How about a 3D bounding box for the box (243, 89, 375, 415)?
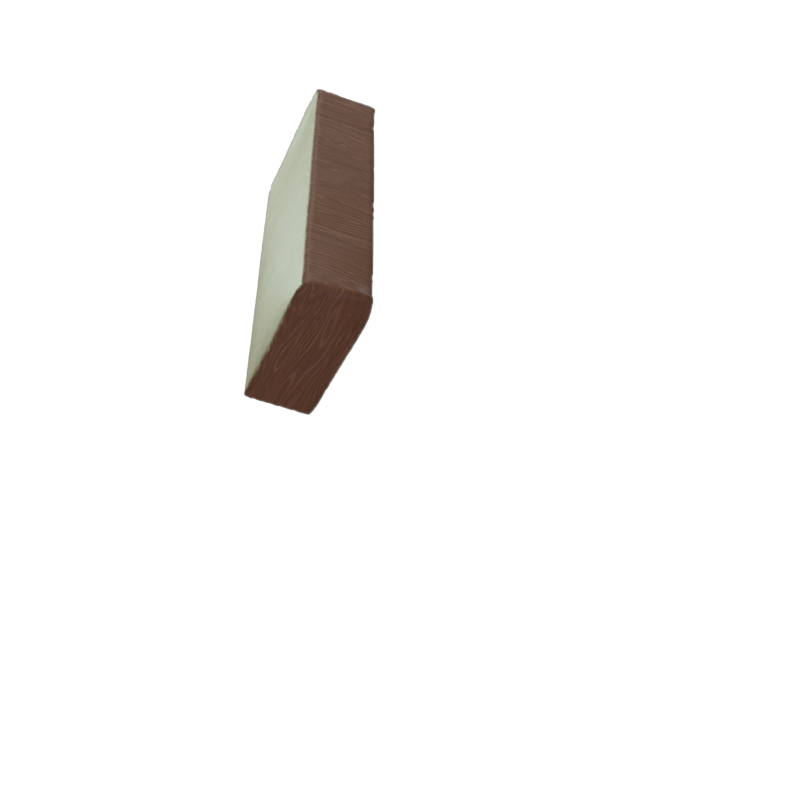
[{"bbox_3d":[-0.050,-0.090,0.634,0.046,0.189,0.090,16,-48,-19],"label":"box"}]
